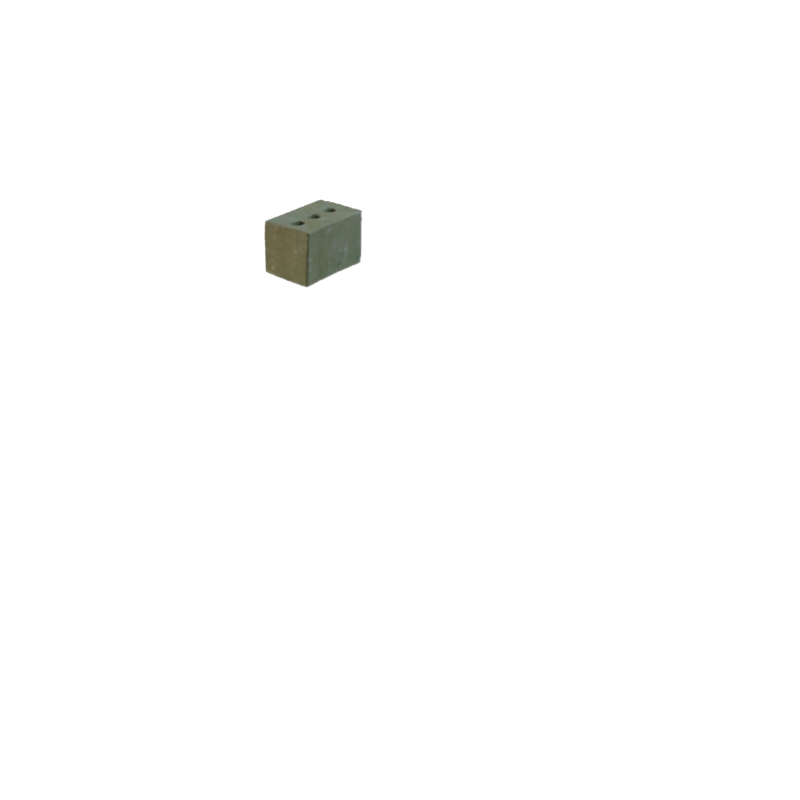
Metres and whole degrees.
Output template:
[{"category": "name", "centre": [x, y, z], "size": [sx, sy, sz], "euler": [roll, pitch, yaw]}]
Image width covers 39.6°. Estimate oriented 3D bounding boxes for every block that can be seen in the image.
[{"category": "block", "centre": [-0.078, -0.143, 0.998], "size": [0.056, 0.049, 0.078], "euler": [19, 32, 32]}]
